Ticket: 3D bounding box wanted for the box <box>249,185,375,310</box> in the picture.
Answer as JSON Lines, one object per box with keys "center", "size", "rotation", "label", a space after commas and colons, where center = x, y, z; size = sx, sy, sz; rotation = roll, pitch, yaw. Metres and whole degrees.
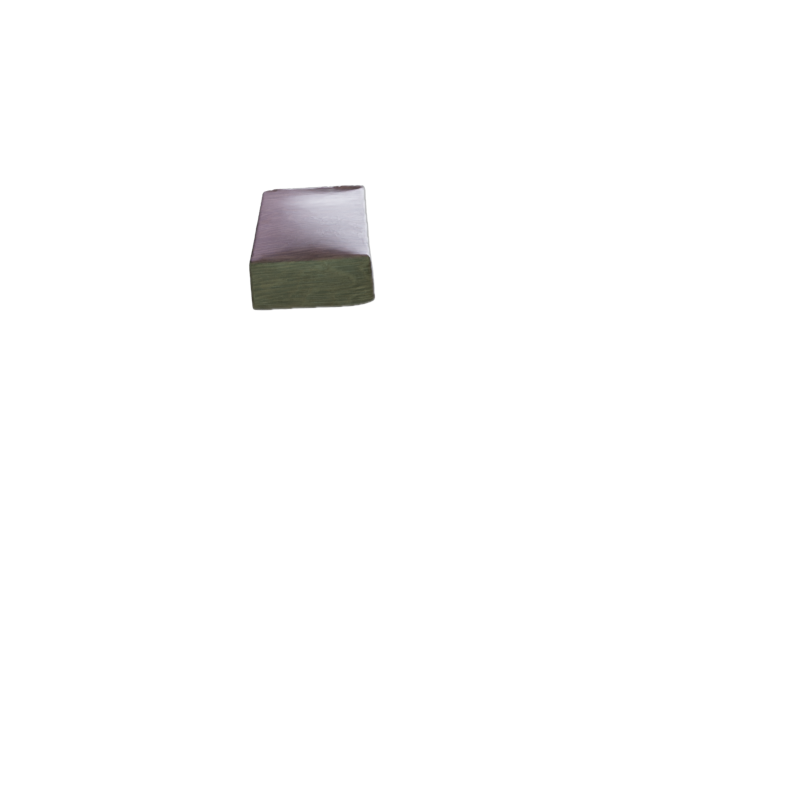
{"center": [-0.071, -0.129, 0.901], "size": [0.093, 0.045, 0.187], "rotation": [-4, 29, -1], "label": "box"}
